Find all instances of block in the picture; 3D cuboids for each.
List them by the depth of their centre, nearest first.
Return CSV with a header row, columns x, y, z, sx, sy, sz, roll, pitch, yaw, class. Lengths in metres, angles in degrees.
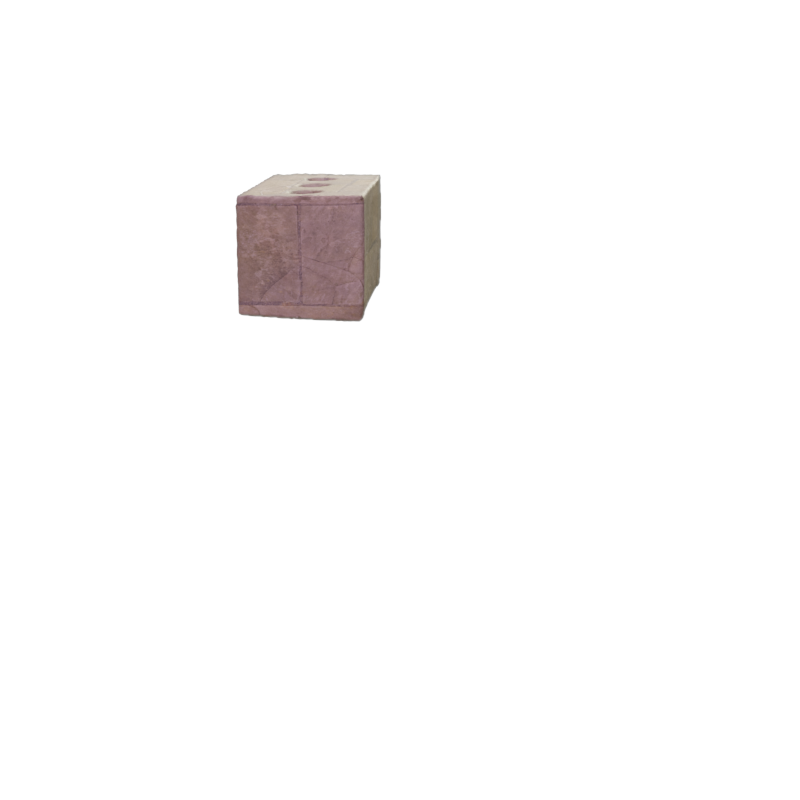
x,y,z,sx,sy,sz,roll,pitch,yaw,class
-0.038,-0.068,0.479,0.053,0.050,0.080,2,16,5,block
